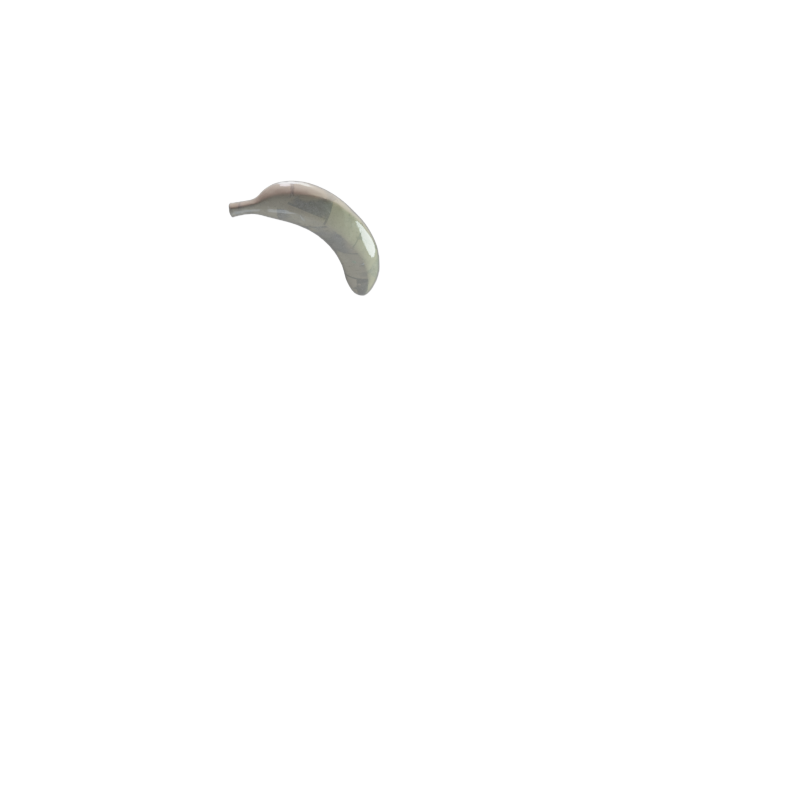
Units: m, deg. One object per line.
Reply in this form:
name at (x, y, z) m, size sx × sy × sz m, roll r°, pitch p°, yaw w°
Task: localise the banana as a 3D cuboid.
banana at (-0.065, -0.148, 0.984) m, size 0.070 × 0.039 × 0.184 m, roll -18°, pitch -31°, yaw 31°
